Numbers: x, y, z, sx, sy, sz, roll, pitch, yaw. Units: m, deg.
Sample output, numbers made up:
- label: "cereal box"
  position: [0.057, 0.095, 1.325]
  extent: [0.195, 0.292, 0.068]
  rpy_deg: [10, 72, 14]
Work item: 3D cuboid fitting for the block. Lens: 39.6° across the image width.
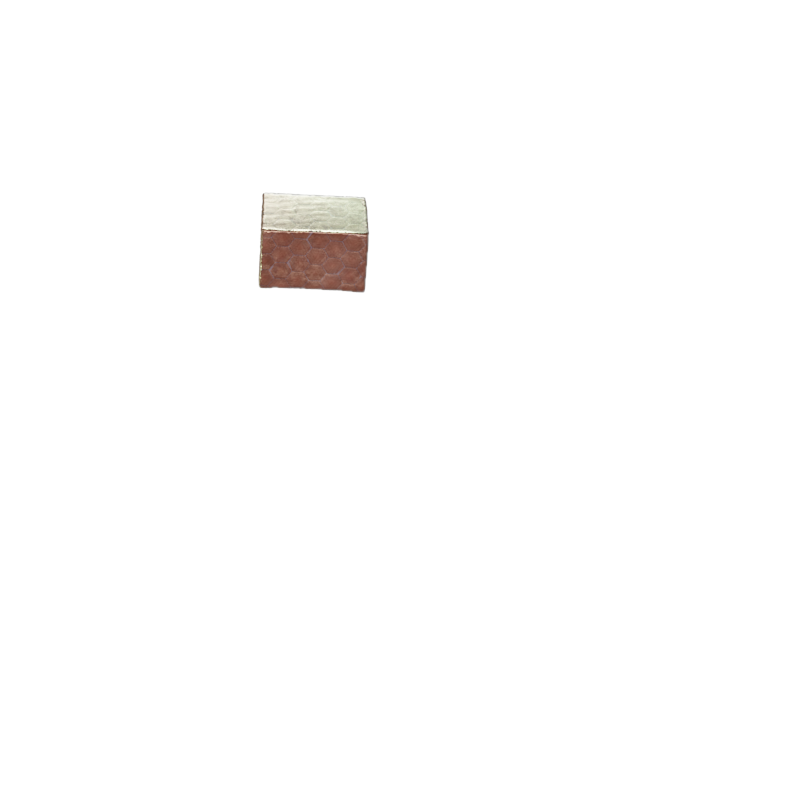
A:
- label: "block"
  position: [-0.063, -0.115, 0.804]
  extent: [0.078, 0.049, 0.055]
  rpy_deg: [3, 38, -4]
